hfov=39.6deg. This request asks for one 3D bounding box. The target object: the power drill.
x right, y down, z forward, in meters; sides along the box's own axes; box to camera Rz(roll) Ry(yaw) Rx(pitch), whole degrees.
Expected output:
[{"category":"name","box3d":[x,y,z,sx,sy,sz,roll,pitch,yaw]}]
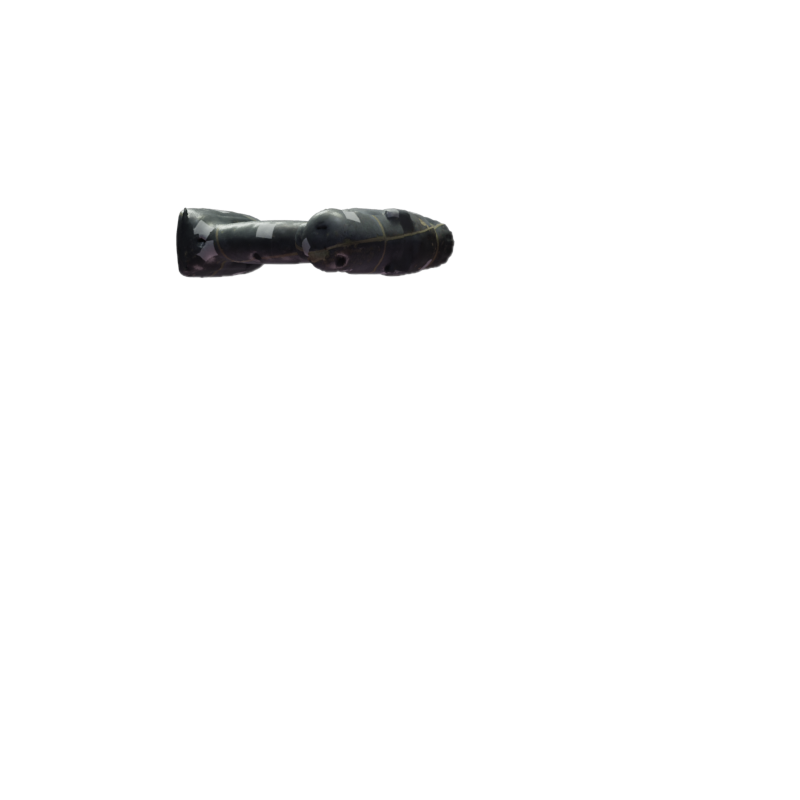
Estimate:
[{"category":"power drill","box3d":[-0.069,-0.126,0.886,0.194,0.057,0.178,2,5,31]}]
